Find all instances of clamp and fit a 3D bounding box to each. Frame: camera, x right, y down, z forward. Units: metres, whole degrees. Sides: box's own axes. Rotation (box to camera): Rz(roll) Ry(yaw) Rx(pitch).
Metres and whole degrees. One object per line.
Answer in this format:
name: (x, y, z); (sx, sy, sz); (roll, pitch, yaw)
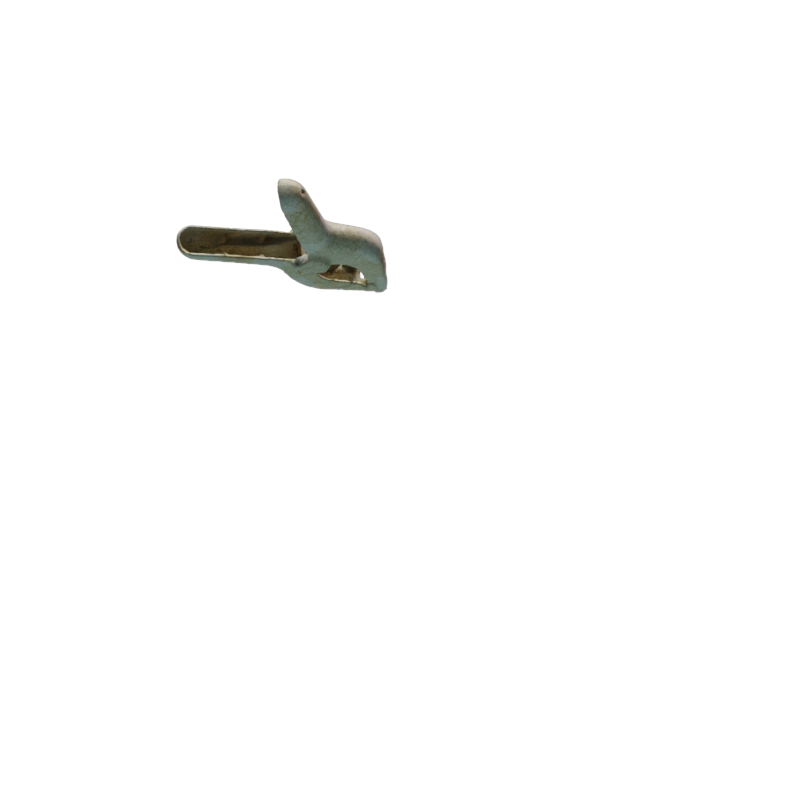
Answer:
clamp: (-0.064, -0.116, 0.814); (0.163, 0.041, 0.122); (9, -14, -38)
